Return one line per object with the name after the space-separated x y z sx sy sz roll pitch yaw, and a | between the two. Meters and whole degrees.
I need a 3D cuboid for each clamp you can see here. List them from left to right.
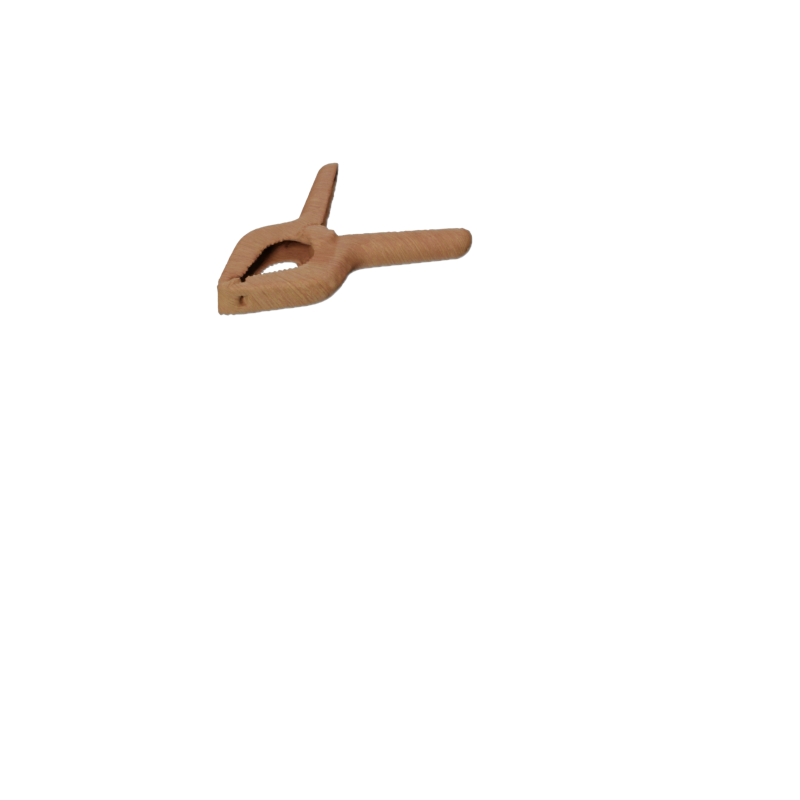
-0.070 -0.128 0.896 0.209 0.034 0.177 -27 46 -30 | clamp
